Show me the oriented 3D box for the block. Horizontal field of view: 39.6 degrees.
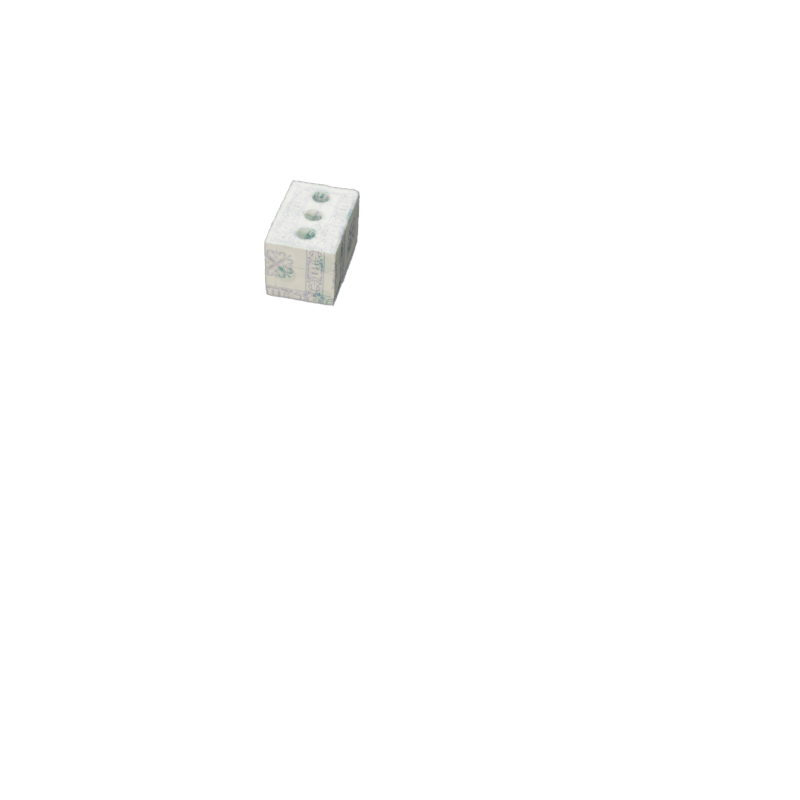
[{"bbox_3d":[-0.063,-0.115,0.804,0.053,0.048,0.082,9,44,7],"label":"block"}]
